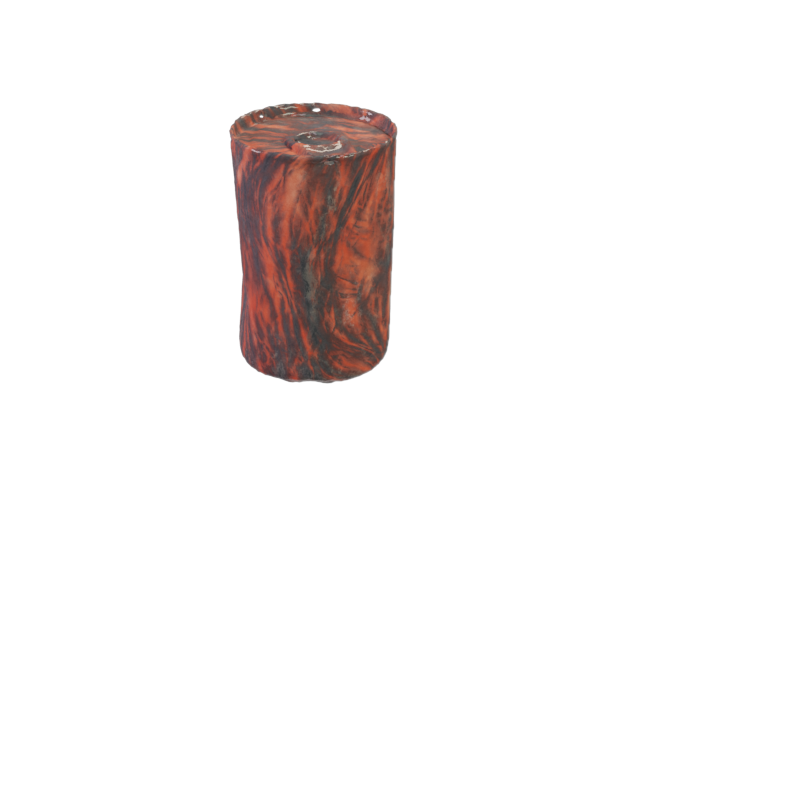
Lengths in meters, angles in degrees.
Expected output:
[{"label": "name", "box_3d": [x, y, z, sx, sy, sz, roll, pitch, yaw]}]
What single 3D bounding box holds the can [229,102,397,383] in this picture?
[{"label": "can", "box_3d": [-0.037, -0.067, 0.468, 0.068, 0.097, 0.073, 0, 27, -2]}]
